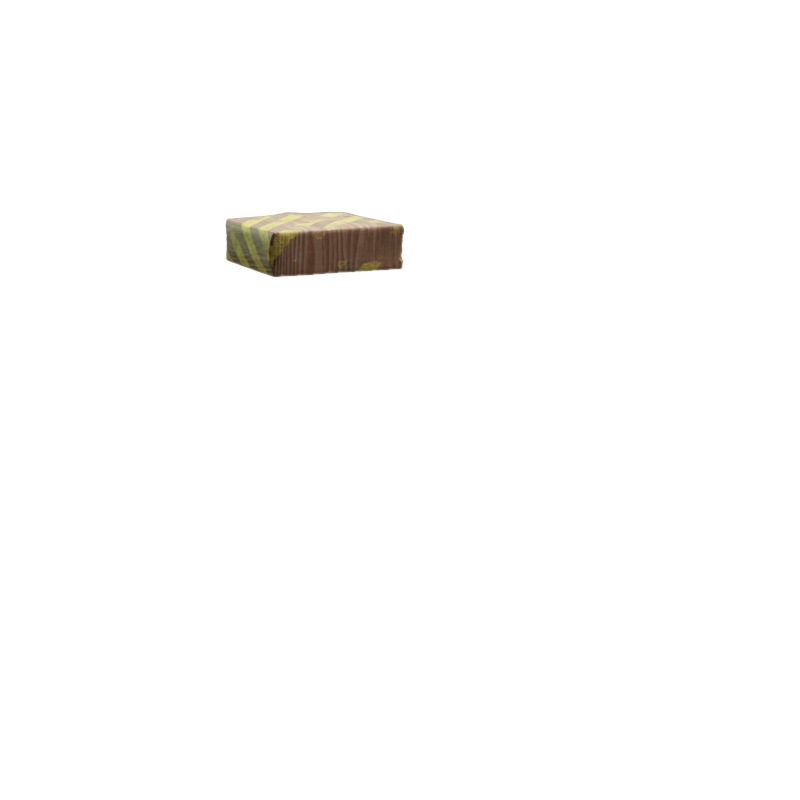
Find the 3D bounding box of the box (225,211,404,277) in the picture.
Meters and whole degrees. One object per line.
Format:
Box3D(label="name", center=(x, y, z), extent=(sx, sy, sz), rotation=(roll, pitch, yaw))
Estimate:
Box3D(label="box", center=(-0.053, -0.097, 0.682), extent=(0.087, 0.029, 0.077), rotation=(-8, 17, -27))
